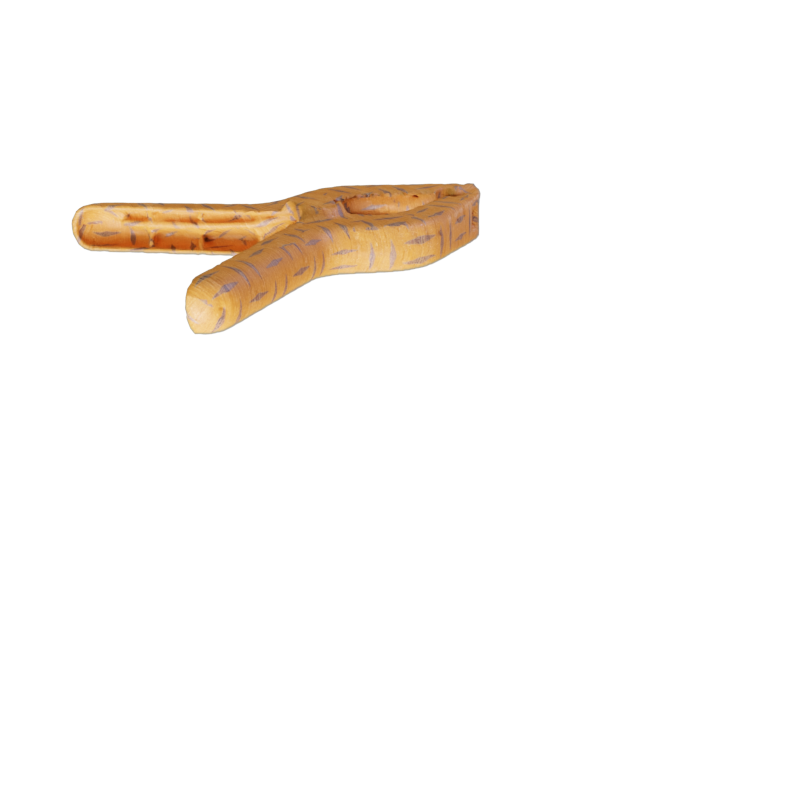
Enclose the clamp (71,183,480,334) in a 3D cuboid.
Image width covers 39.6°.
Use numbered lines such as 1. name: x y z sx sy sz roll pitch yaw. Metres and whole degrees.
1. clamp: -0.043 -0.078 0.547 0.206 0.035 0.176 -10 26 -22
